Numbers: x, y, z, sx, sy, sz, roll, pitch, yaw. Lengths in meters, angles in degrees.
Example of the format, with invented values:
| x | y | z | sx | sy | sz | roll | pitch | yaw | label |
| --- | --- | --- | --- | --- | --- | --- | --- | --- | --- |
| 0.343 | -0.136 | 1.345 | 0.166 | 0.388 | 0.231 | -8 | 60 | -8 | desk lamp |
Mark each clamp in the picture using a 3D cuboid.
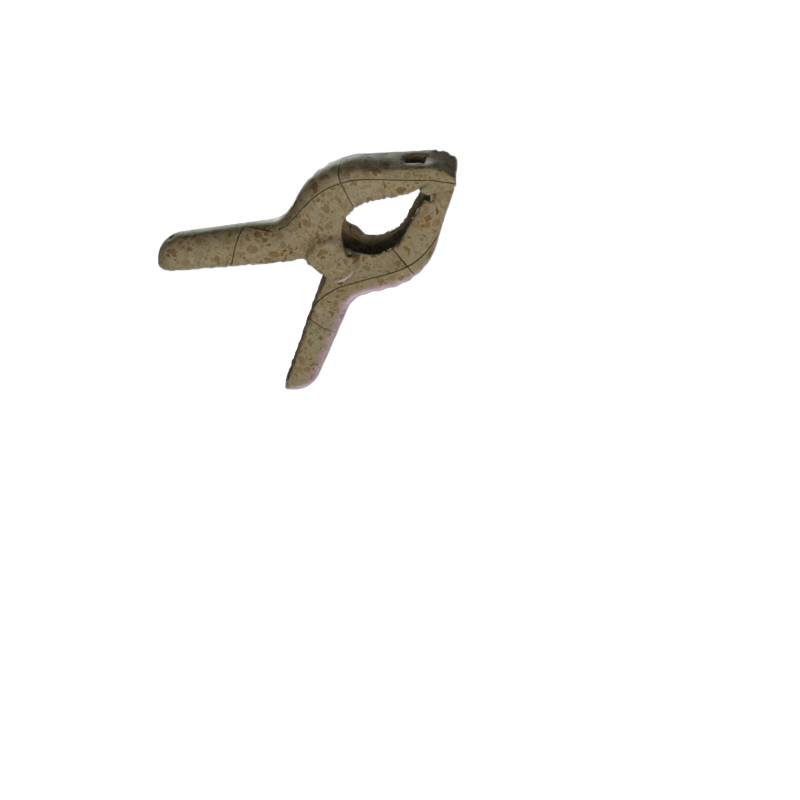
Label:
| x | y | z | sx | sy | sz | roll | pitch | yaw | label |
| --- | --- | --- | --- | --- | --- | --- | --- | --- | --- |
| -0.047 | -0.086 | 0.604 | 0.114 | 0.169 | 0.042 | 36 | 28 | -23 | clamp |
